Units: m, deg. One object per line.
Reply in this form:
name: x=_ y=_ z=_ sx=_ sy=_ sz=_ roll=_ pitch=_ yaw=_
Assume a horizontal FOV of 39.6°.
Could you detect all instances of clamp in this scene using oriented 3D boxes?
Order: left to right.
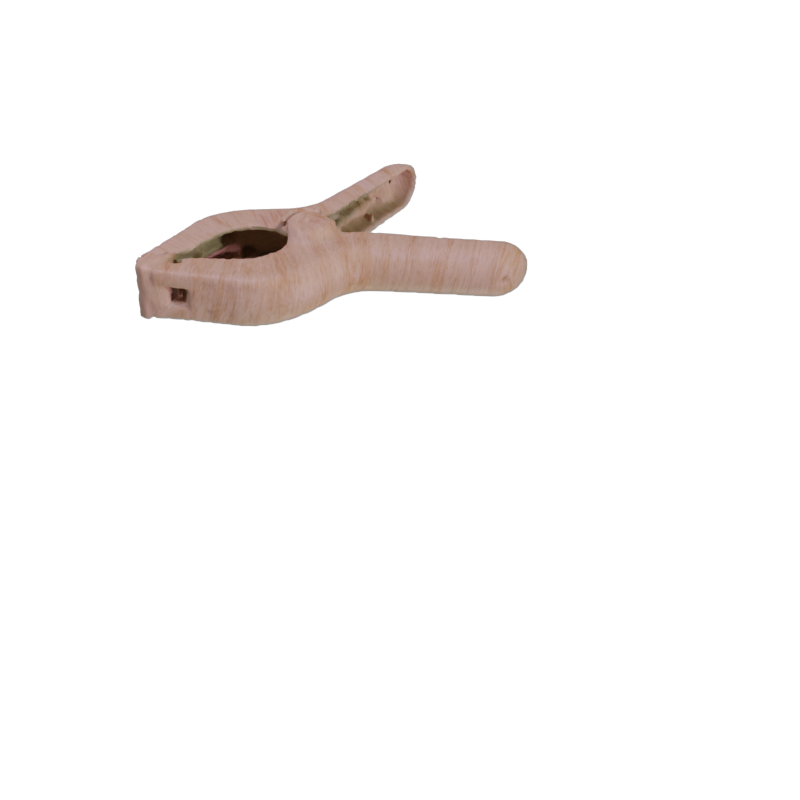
clamp: x=-0.041 y=-0.075 z=0.522 sx=0.169 sy=0.037 sz=0.128 roll=-7 pitch=28 yaw=-14
